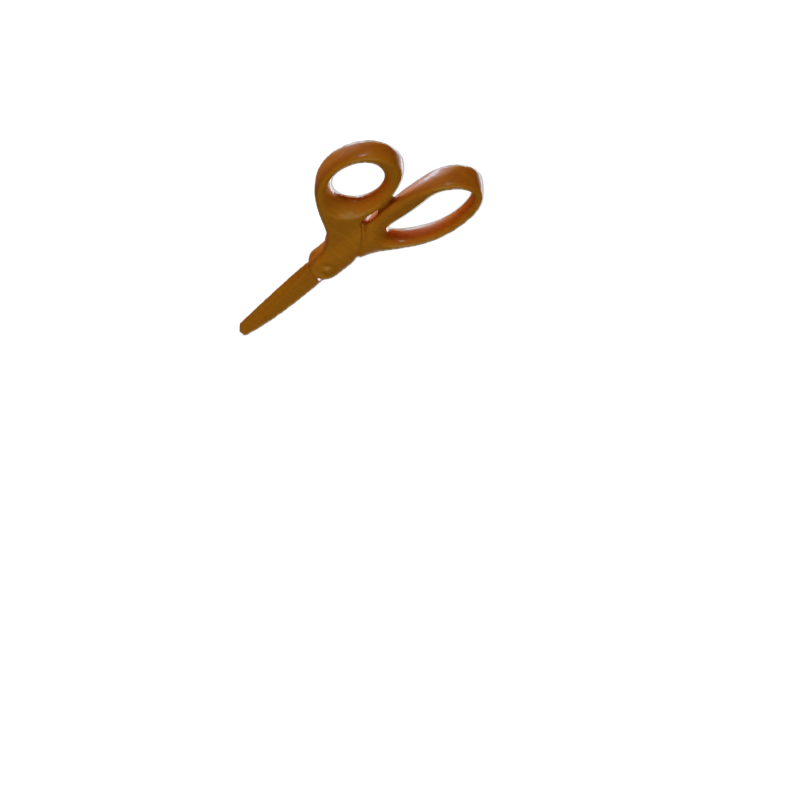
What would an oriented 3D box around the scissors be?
[{"bbox_3d":[-0.048,-0.088,0.616,0.203,0.017,0.090,-21,-36,33],"label":"scissors"}]
